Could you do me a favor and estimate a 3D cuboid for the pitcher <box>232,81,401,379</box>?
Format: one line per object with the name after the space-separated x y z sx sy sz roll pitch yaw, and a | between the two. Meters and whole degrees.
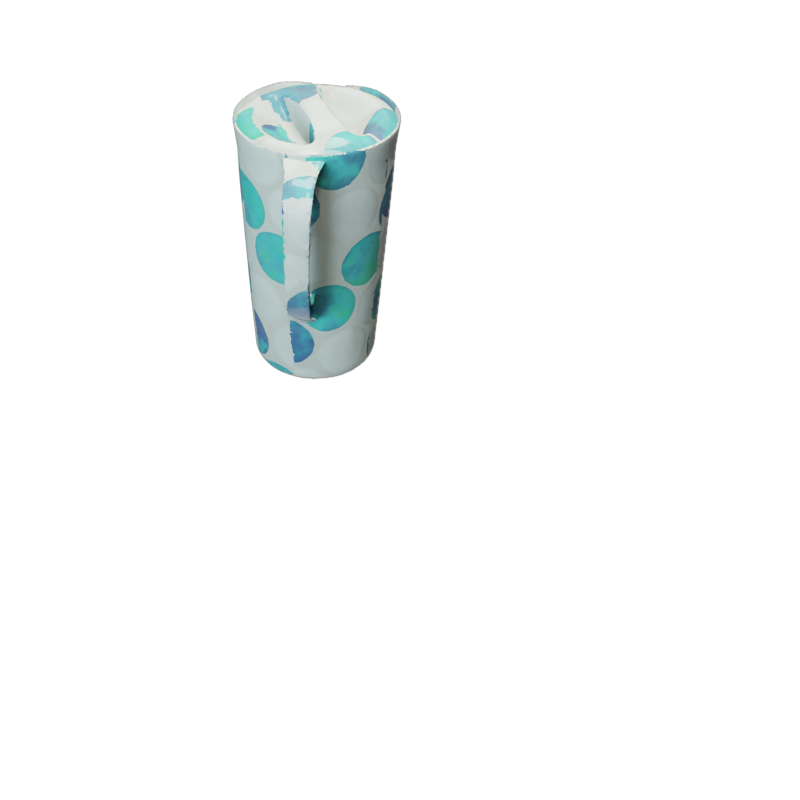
-0.073 -0.133 0.932 0.148 0.227 0.156 -25 45 -32 | pitcher
